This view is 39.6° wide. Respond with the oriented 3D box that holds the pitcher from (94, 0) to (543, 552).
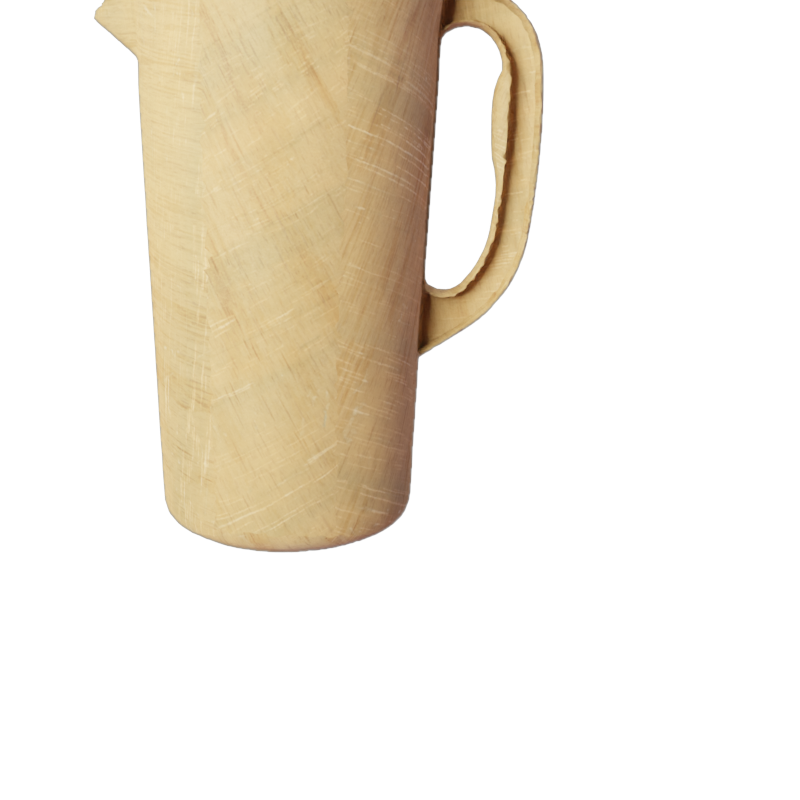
[{"bbox_3d":[-0.037,-0.068,0.475,0.140,0.239,0.157,-7,12,-41],"label":"pitcher"}]
